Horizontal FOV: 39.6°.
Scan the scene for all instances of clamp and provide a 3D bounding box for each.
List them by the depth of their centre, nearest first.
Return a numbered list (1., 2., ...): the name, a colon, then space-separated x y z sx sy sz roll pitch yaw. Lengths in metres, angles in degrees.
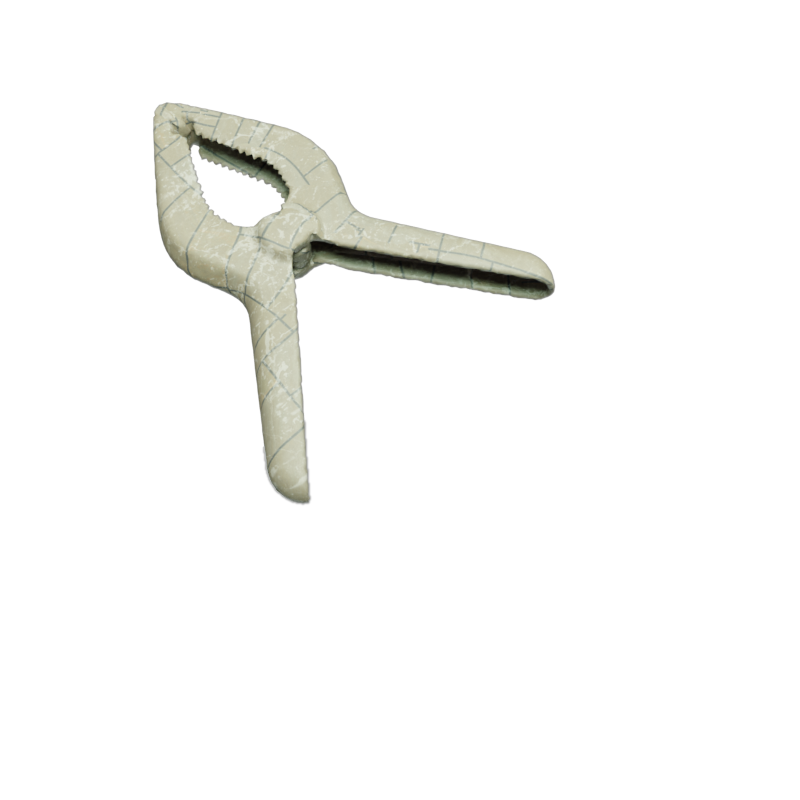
1. clamp: -0.042 -0.077 0.536 0.165 0.223 0.034 -31 -24 -16
